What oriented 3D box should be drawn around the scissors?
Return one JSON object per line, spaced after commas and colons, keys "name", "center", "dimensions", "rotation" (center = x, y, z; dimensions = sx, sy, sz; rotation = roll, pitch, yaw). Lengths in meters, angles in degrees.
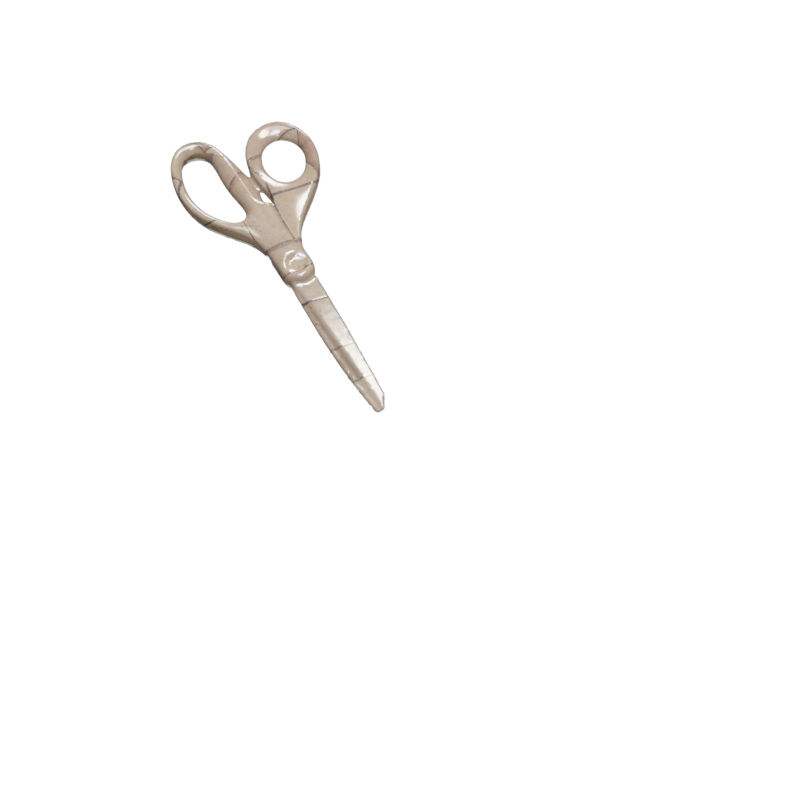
{"name": "scissors", "center": [-0.049, -0.090, 0.632], "dimensions": [0.097, 0.213, 0.015], "rotation": [-39, -23, -20]}
